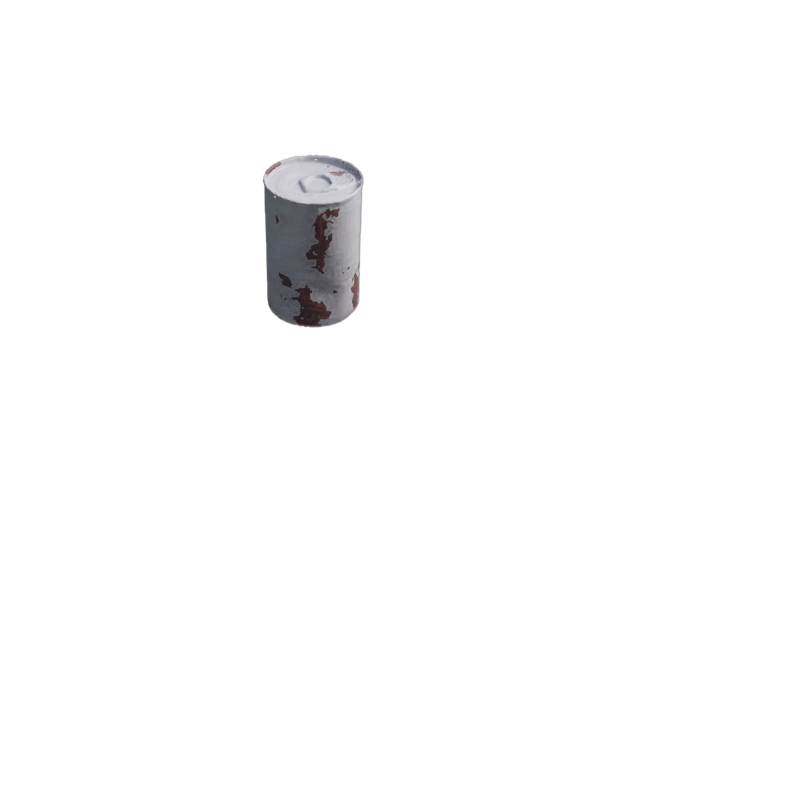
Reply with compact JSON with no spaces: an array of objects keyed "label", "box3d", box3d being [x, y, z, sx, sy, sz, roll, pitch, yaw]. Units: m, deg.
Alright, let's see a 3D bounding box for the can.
[{"label":"can","box3d":[-0.061,-0.110,0.773,0.068,0.096,0.073,0,35,-3]}]
